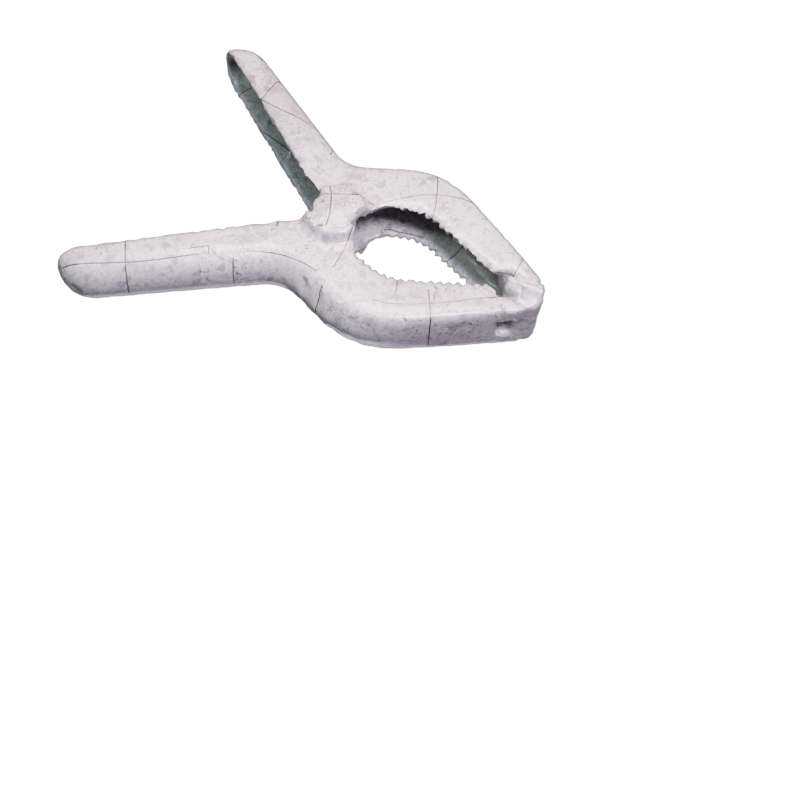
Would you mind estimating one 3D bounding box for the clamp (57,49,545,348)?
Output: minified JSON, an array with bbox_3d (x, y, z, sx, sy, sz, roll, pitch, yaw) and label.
[{"bbox_3d":[-0.040,-0.073,0.512,0.219,0.169,0.034,29,-29,18],"label":"clamp"}]
